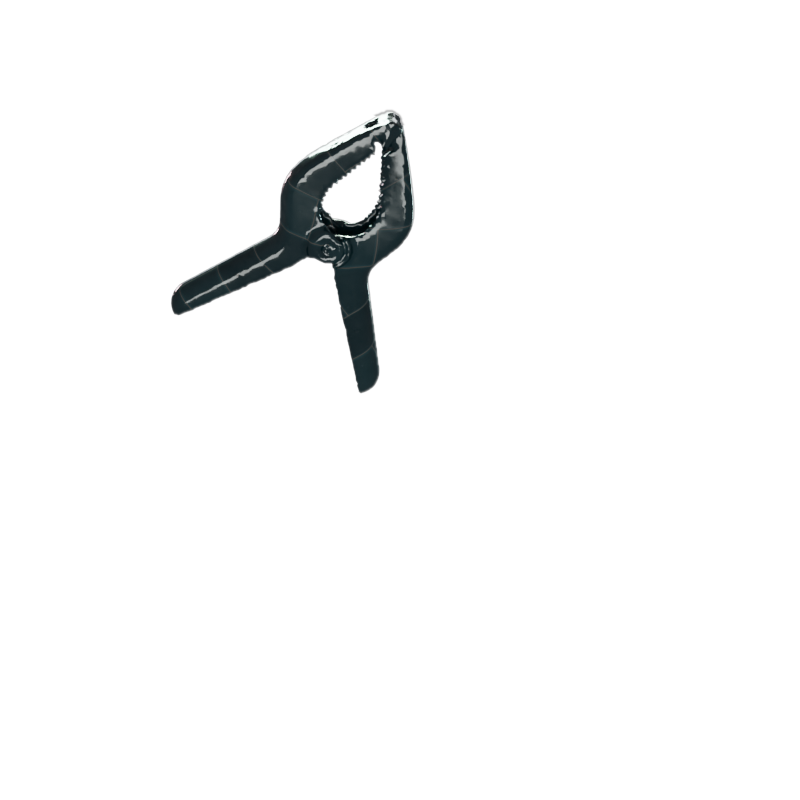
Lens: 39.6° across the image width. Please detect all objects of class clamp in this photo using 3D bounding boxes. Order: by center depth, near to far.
[{"bbox_3d":[-0.061,-0.112,0.783,0.162,0.202,0.038,18,26,-9],"label":"clamp"}]
